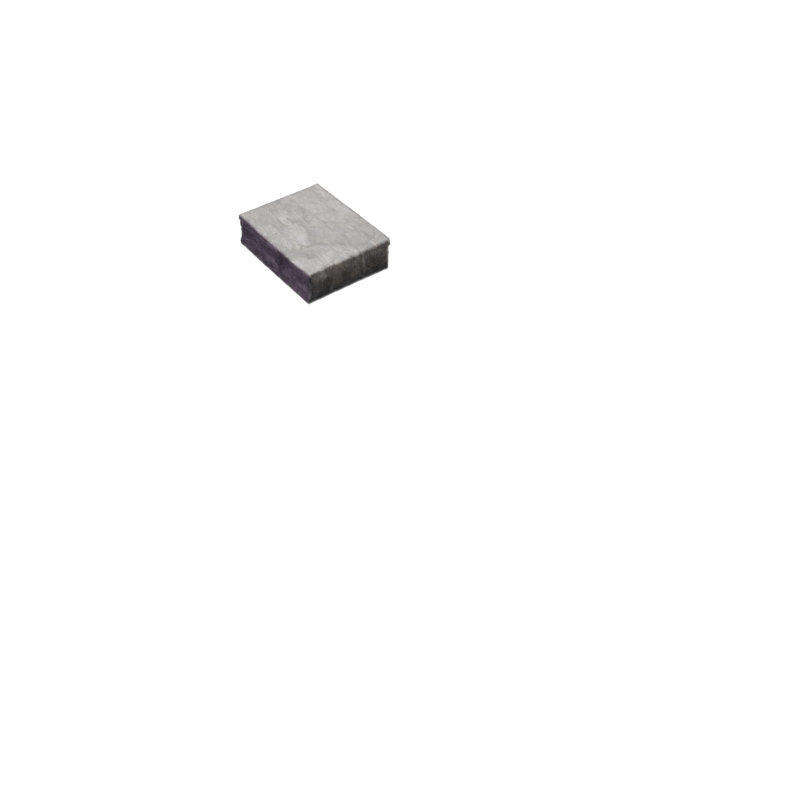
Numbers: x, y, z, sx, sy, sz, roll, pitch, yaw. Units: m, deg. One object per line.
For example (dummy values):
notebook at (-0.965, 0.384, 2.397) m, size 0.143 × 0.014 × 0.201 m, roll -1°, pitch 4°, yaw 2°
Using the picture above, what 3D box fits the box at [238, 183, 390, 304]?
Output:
box at (-0.078, -0.142, 0.996) m, size 0.089 × 0.036 × 0.122 m, roll -26°, pitch 46°, yaw -28°
